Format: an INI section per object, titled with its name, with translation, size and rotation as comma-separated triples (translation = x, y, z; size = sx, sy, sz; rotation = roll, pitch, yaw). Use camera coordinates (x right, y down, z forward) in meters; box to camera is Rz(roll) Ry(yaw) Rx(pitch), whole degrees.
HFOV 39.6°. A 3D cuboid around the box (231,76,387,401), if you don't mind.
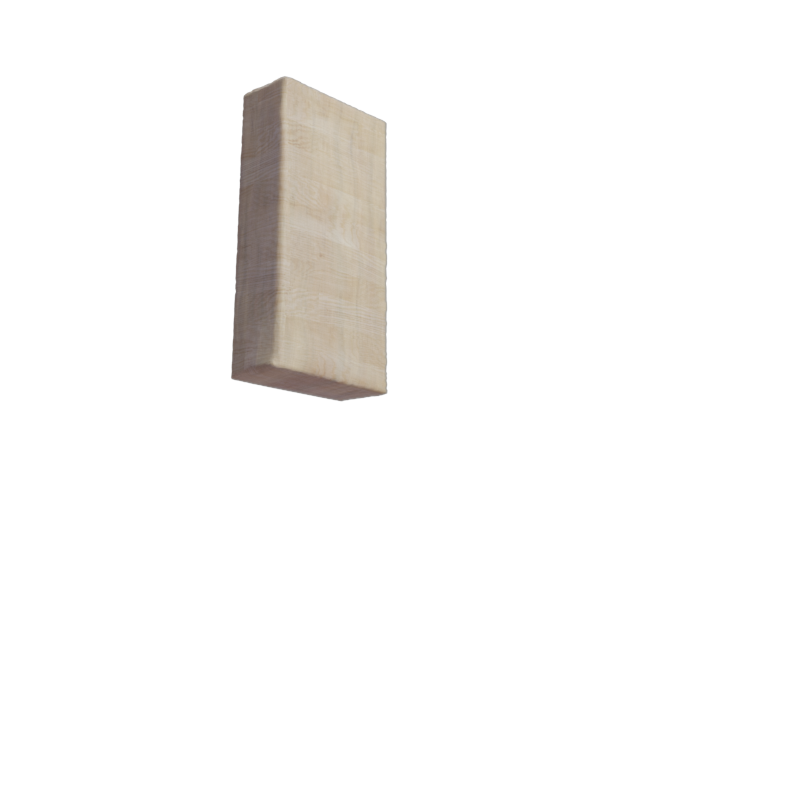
[box]
translation = -0.052, -0.094, 0.662
size = 0.049, 0.184, 0.088
rotation = -18, -25, 40
